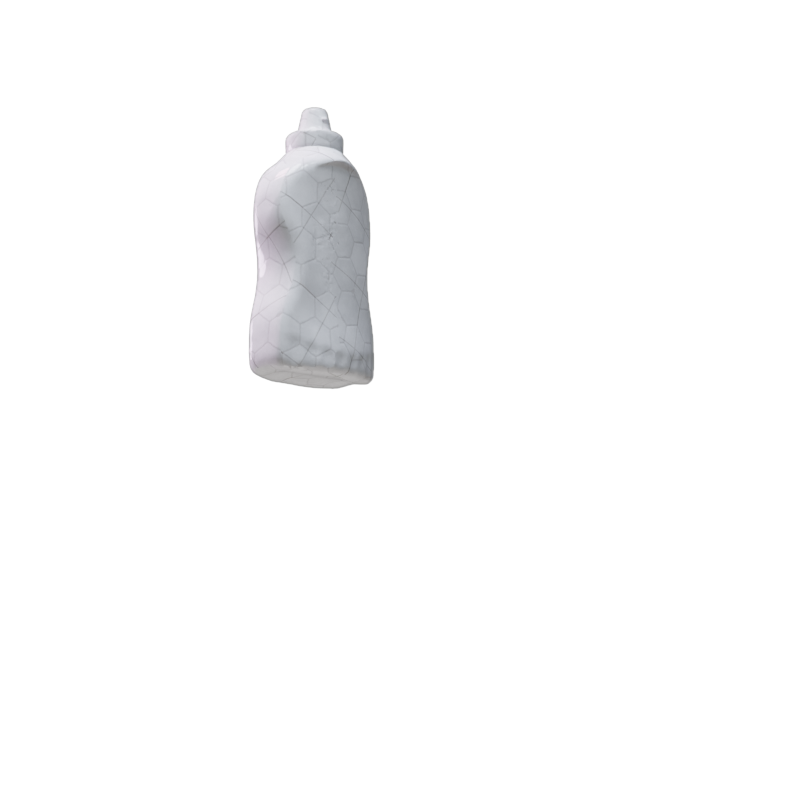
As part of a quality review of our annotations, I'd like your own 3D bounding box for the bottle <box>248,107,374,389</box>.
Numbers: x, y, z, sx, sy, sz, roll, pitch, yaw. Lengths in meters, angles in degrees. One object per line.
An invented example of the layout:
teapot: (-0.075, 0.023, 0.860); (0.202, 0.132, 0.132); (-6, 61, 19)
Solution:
bottle: (-0.059, -0.108, 0.758); (0.059, 0.199, 0.091); (-14, -20, 39)
